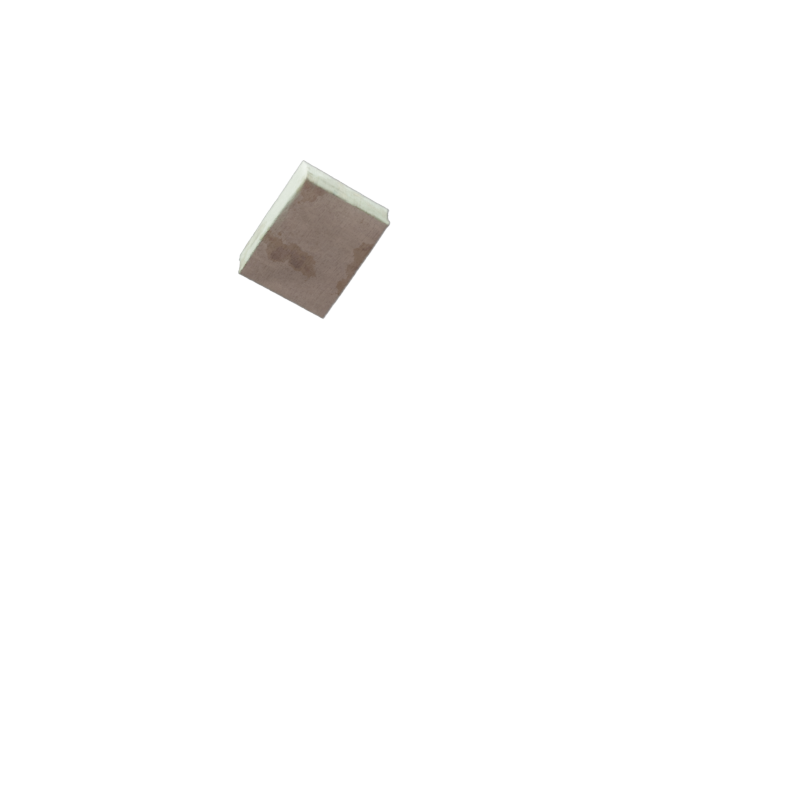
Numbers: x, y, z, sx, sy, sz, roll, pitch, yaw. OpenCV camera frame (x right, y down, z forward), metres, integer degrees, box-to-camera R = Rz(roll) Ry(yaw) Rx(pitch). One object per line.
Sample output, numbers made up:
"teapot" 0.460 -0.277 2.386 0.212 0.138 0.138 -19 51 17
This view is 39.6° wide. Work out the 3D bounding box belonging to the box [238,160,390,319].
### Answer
"box" -0.076 -0.138 0.966 0.087 0.111 0.041 29 26 -17
